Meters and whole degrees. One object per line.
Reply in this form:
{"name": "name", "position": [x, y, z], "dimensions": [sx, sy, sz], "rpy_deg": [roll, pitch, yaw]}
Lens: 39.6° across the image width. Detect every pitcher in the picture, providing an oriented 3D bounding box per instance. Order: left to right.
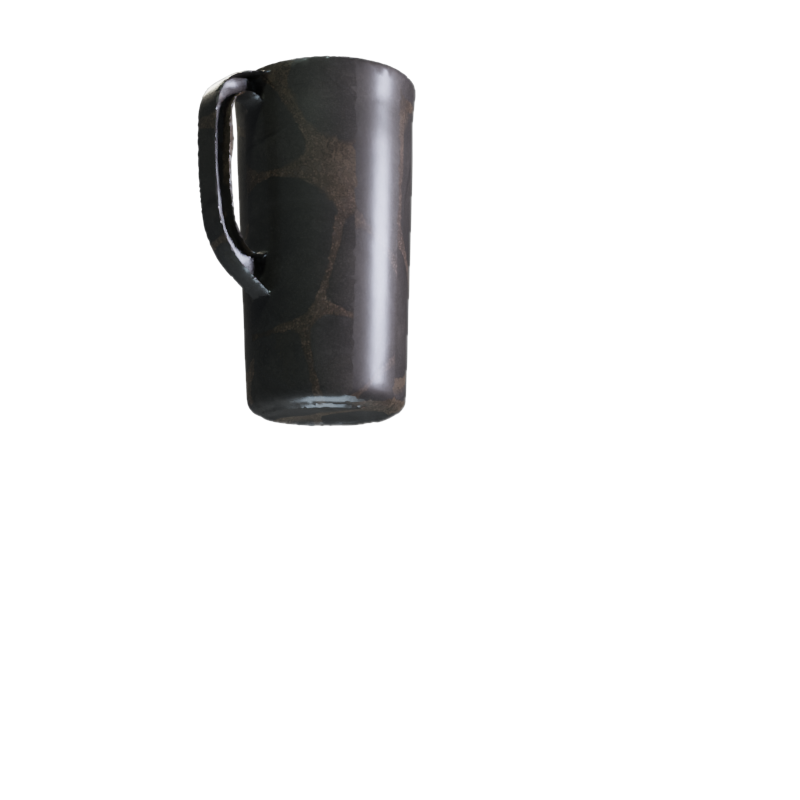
{"name": "pitcher", "position": [-0.061, -0.111, 0.775], "dimensions": [0.149, 0.253, 0.139], "rpy_deg": [-1, -15, 1]}
